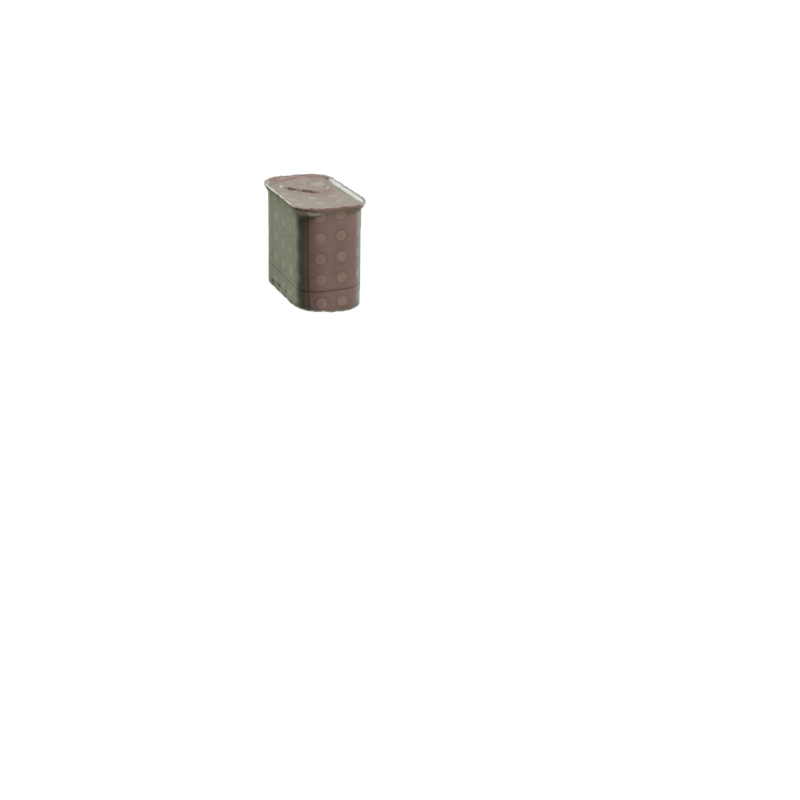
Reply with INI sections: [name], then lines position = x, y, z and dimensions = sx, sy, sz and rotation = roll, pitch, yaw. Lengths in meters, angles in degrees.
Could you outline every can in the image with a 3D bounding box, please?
[can]
position = -0.067, -0.123, 0.861
dimensions = 0.056, 0.080, 0.109
rotation = -8, 24, -22
